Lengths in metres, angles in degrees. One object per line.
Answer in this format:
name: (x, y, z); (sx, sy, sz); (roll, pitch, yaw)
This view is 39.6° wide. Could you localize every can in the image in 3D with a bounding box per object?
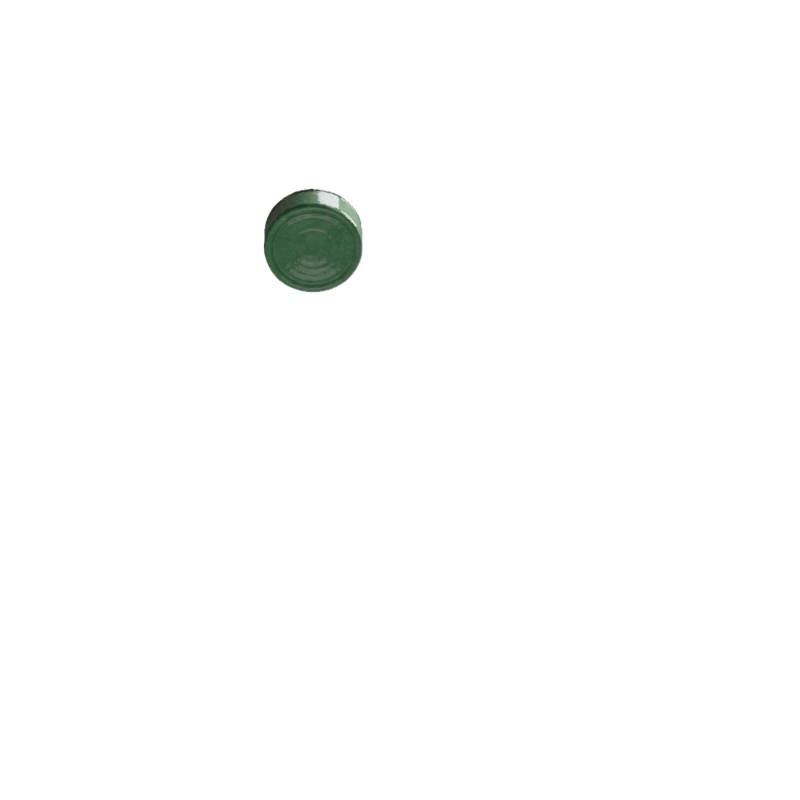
can: (-0.075, -0.136, 0.953); (0.086, 0.081, 0.036); (1, 29, -1)
